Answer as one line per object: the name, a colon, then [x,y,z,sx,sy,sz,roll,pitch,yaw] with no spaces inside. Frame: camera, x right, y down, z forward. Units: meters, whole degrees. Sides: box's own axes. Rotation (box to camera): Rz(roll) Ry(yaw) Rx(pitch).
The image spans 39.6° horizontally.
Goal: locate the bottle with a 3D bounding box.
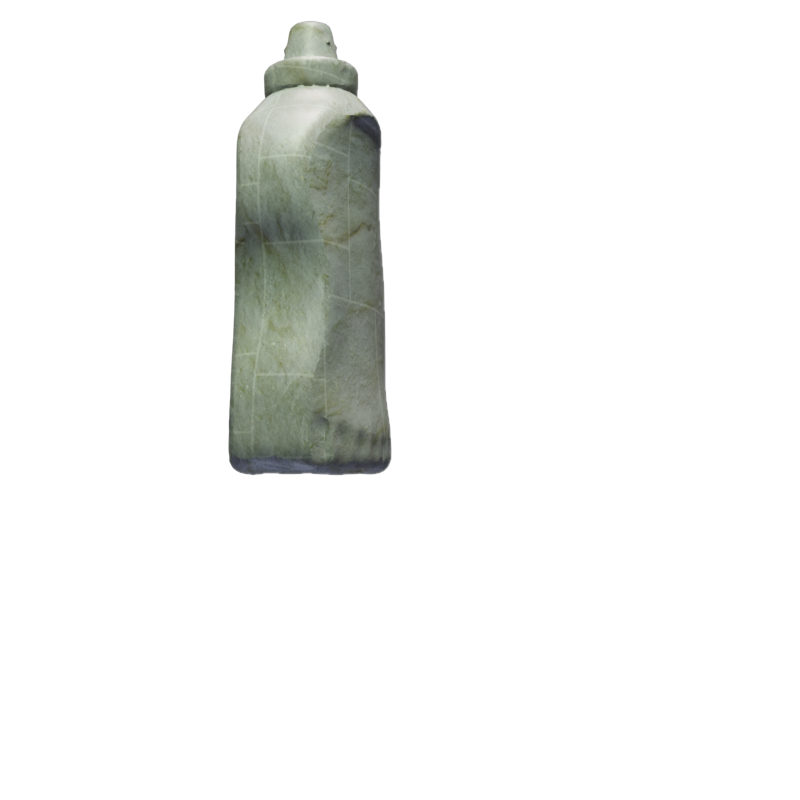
bottle: [-0.037,-0.067,0.466,0.060,0.197,0.091,-5,-10,20]
